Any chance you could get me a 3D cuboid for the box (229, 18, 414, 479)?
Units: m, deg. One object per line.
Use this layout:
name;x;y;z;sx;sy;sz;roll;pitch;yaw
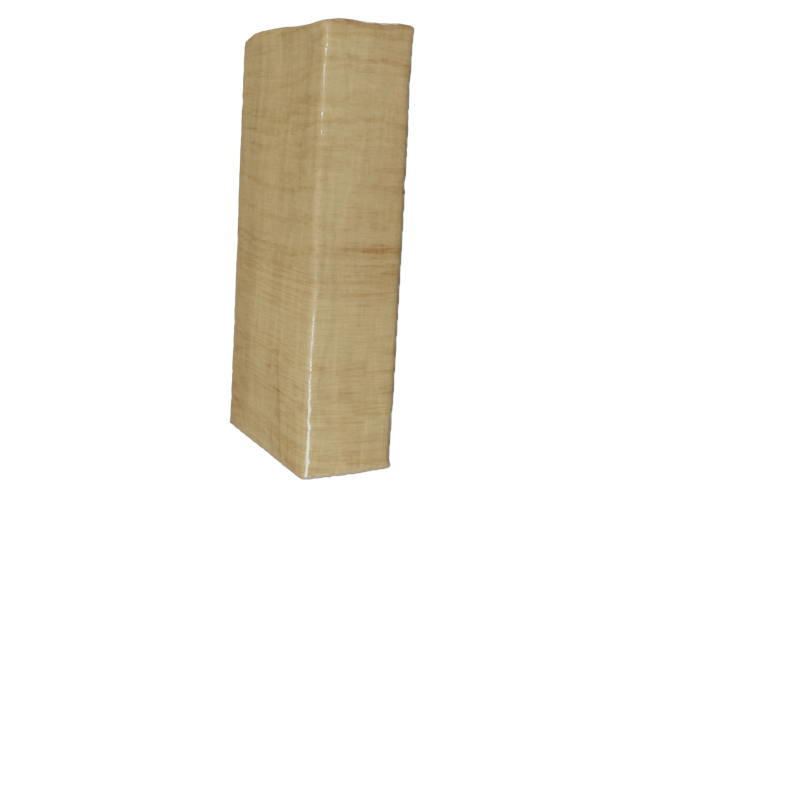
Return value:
box;-0.037;-0.066;0.463;0.047;0.174;0.097;-3;8;-26
